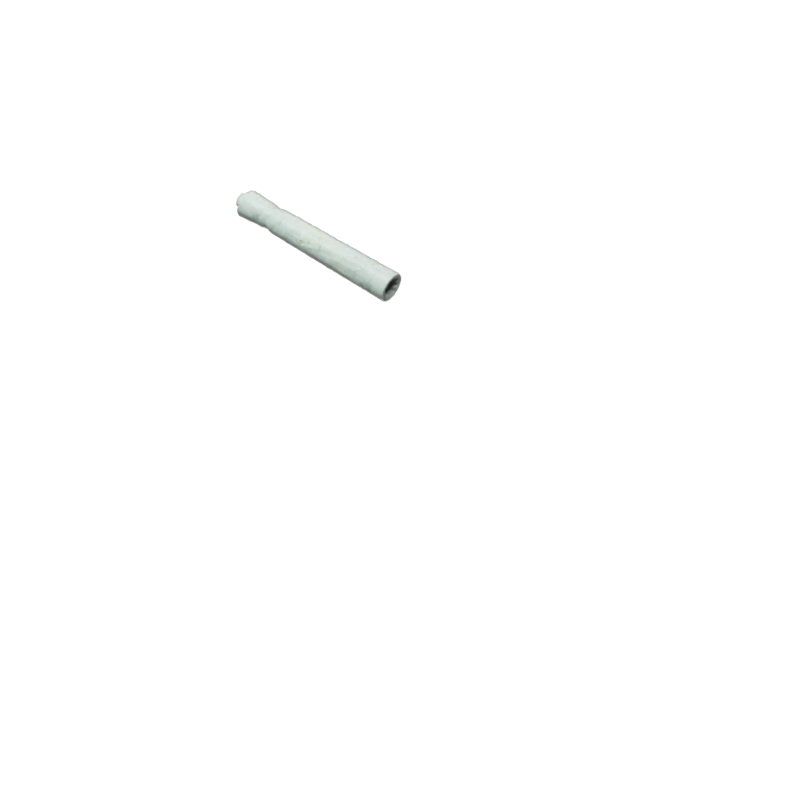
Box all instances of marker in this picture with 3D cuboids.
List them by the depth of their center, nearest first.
[{"bbox_3d":[-0.053,-0.096,0.674,0.128,0.019,0.019,33,19,26],"label":"marker"}]
